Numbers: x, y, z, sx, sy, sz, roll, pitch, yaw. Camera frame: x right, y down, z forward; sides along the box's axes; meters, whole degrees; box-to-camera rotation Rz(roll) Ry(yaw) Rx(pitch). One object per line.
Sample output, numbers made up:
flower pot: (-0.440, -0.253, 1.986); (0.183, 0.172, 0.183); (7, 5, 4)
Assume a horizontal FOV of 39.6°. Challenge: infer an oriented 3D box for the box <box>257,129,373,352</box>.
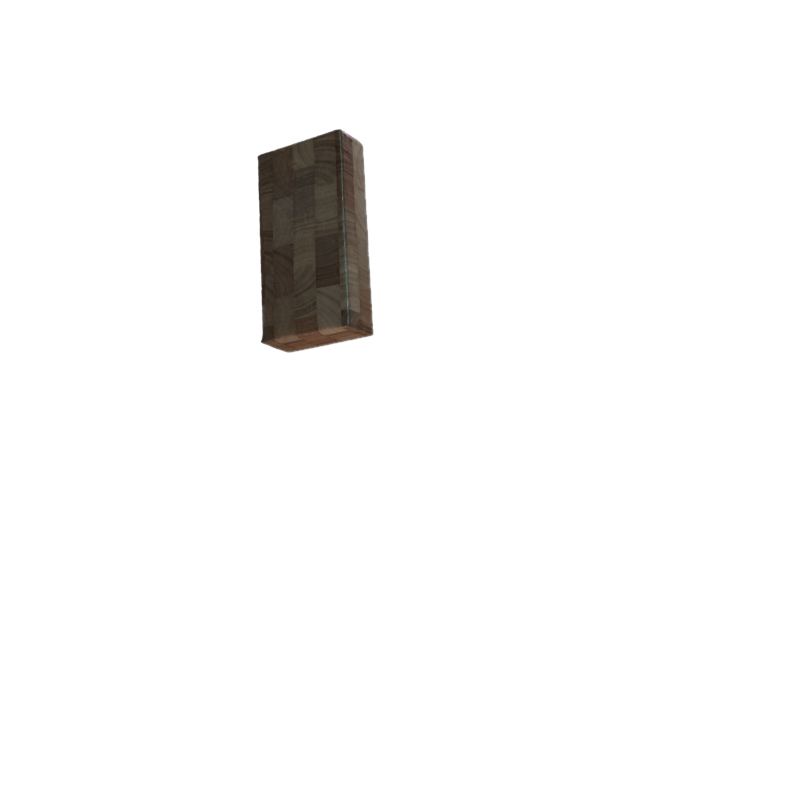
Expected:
box: (-0.074, -0.136, 0.954); (0.095, 0.185, 0.045); (-13, -23, 31)
